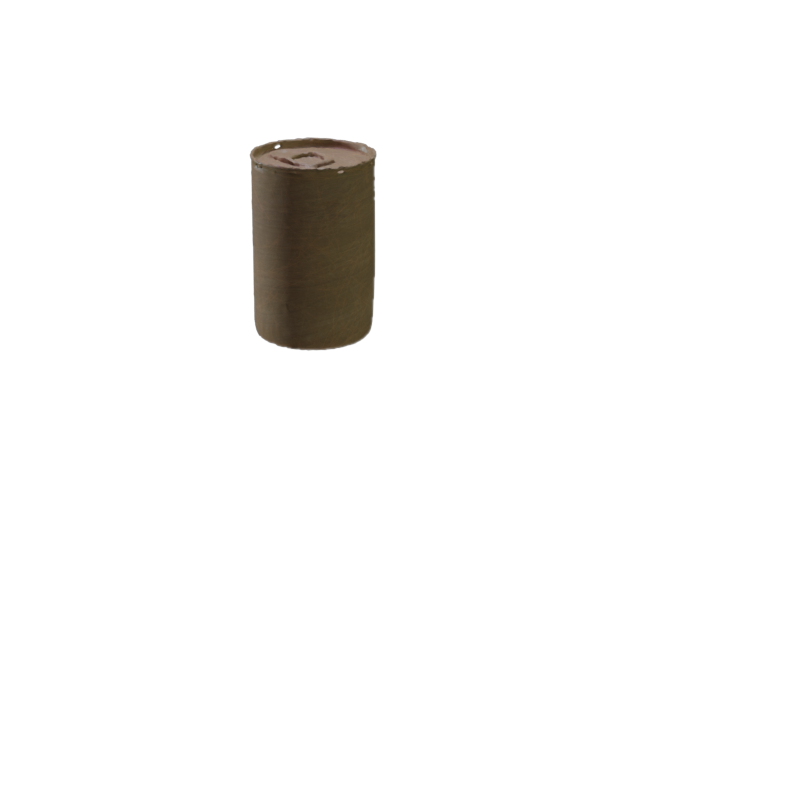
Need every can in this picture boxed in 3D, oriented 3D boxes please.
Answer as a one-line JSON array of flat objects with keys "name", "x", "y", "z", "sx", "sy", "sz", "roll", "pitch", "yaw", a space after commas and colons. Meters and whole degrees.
[{"name": "can", "x": -0.048, "y": -0.087, "z": 0.608, "sx": 0.068, "sy": 0.098, "sz": 0.072, "roll": 0, "pitch": 22, "yaw": -2}]
